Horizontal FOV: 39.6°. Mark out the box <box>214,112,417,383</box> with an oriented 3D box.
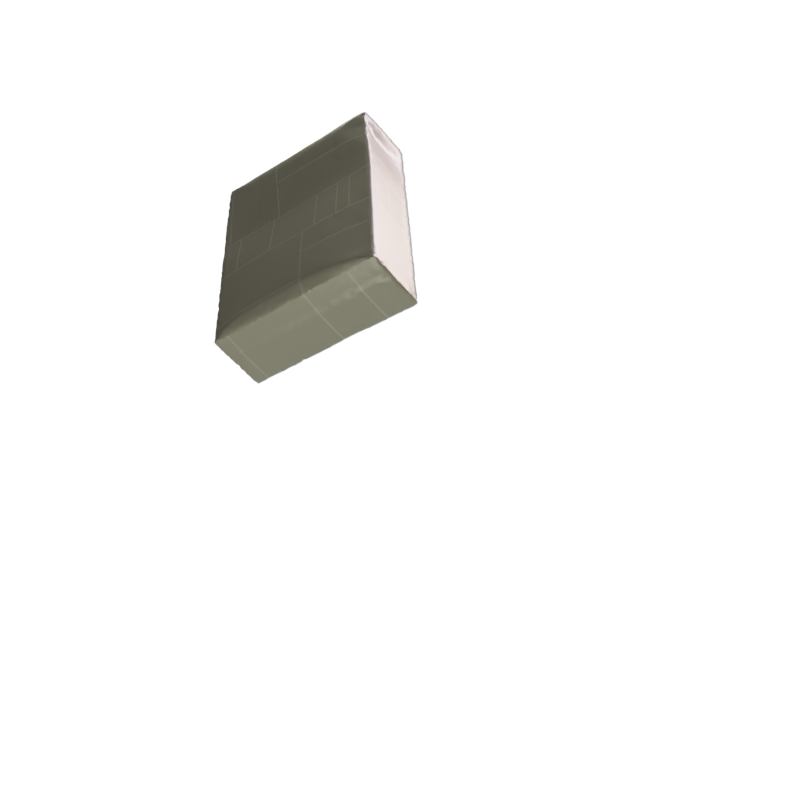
[{"bbox_3d":[-0.077,-0.140,0.982,0.164,0.230,0.067,-27,-50,21],"label":"box"}]
